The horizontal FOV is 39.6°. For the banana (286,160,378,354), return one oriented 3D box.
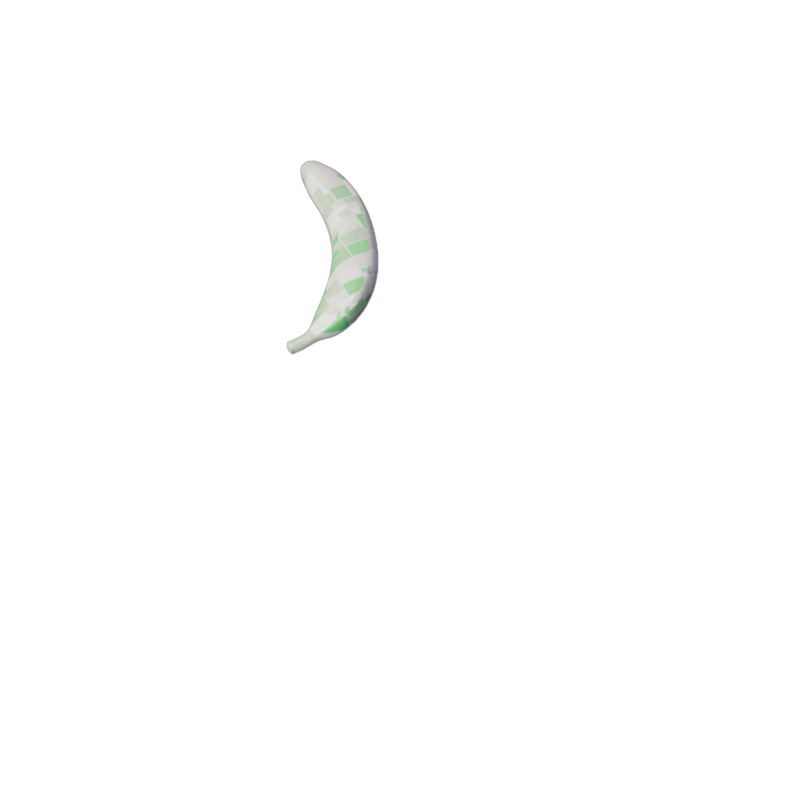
[{"bbox_3d":[-0.052,-0.125,0.899,0.070,0.212,0.034,1,-38,0],"label":"banana"}]
